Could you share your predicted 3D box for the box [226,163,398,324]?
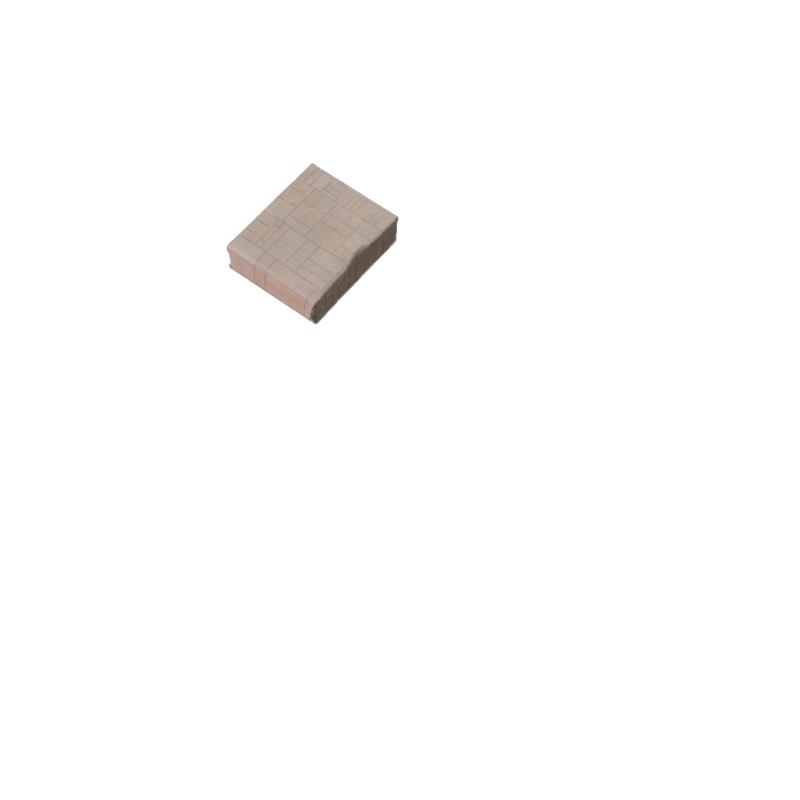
[{"bbox_3d":[-0.056,-0.102,0.715,0.077,0.091,0.028,33,-28,19],"label":"box"}]
